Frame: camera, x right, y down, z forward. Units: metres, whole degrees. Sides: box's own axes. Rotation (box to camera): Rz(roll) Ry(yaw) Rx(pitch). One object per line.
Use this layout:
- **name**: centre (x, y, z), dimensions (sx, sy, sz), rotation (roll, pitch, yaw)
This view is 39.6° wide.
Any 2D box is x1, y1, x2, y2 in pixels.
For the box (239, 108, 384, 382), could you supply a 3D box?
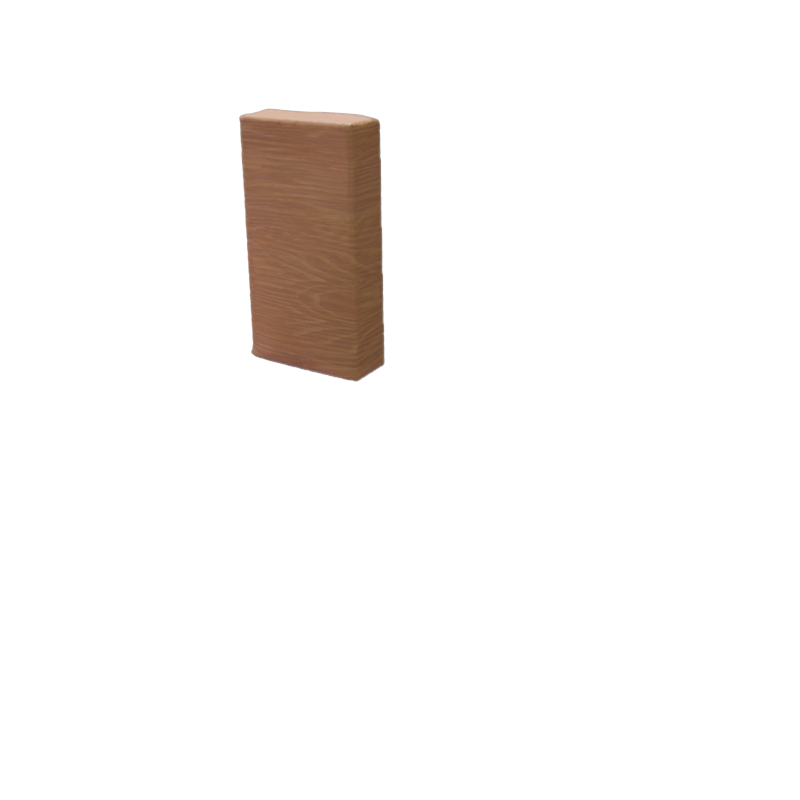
- **box**: centre (-0.059, -0.109, 0.761), dimensions (0.098, 0.170, 0.047), rotation (11, 18, 32)
